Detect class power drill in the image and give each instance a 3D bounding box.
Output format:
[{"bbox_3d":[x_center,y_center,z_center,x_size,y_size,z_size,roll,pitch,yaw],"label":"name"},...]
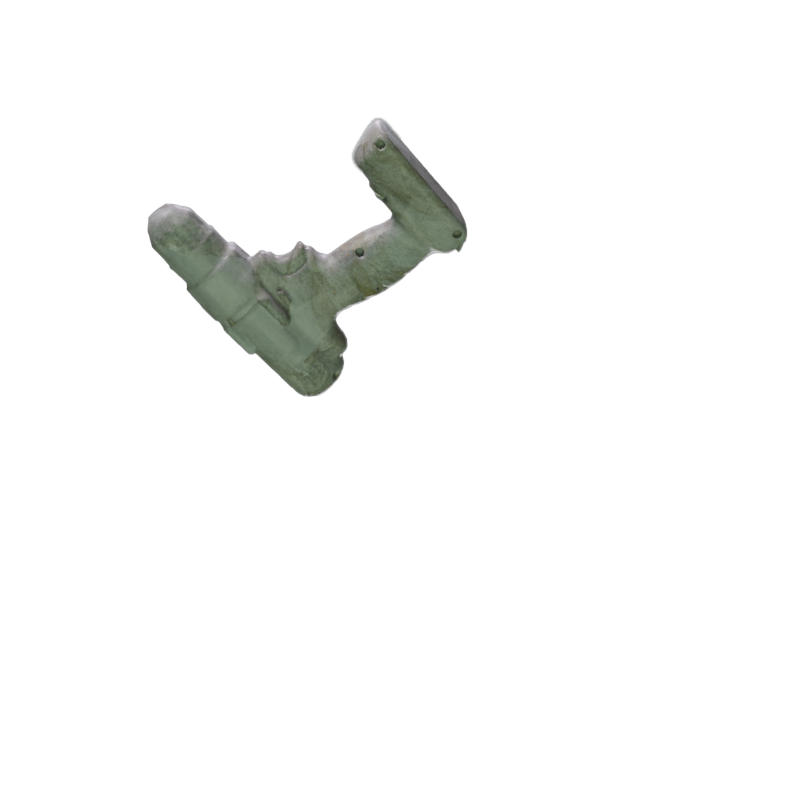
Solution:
[{"bbox_3d":[-0.062,-0.113,0.793,0.186,0.176,0.061,-38,20,16],"label":"power drill"}]
